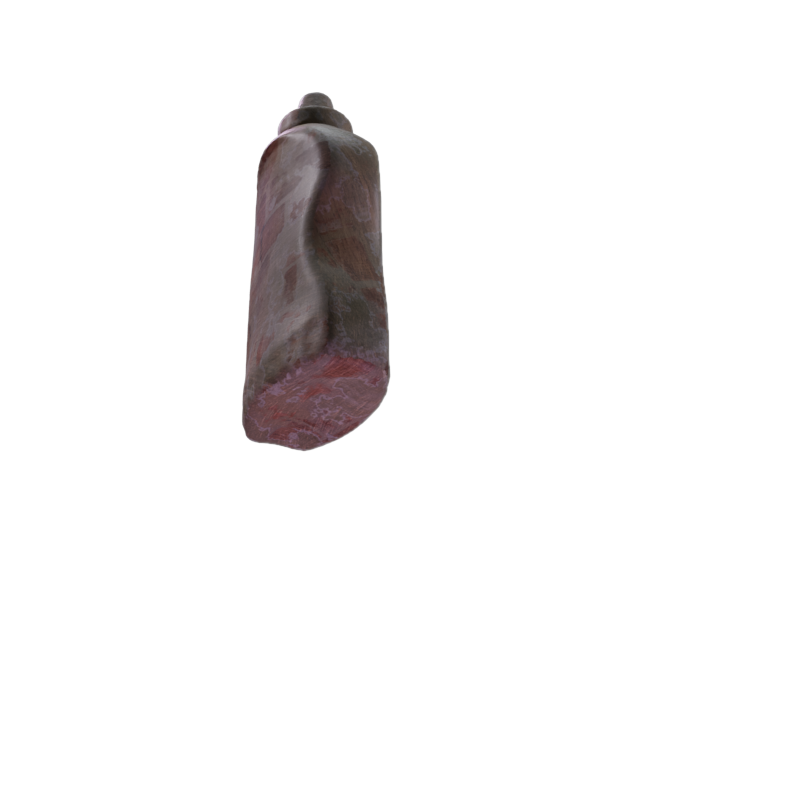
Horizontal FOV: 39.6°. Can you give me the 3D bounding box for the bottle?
[{"bbox_3d":[-0.043,-0.079,0.558,0.056,0.205,0.093,13,-36,-22],"label":"bottle"}]
